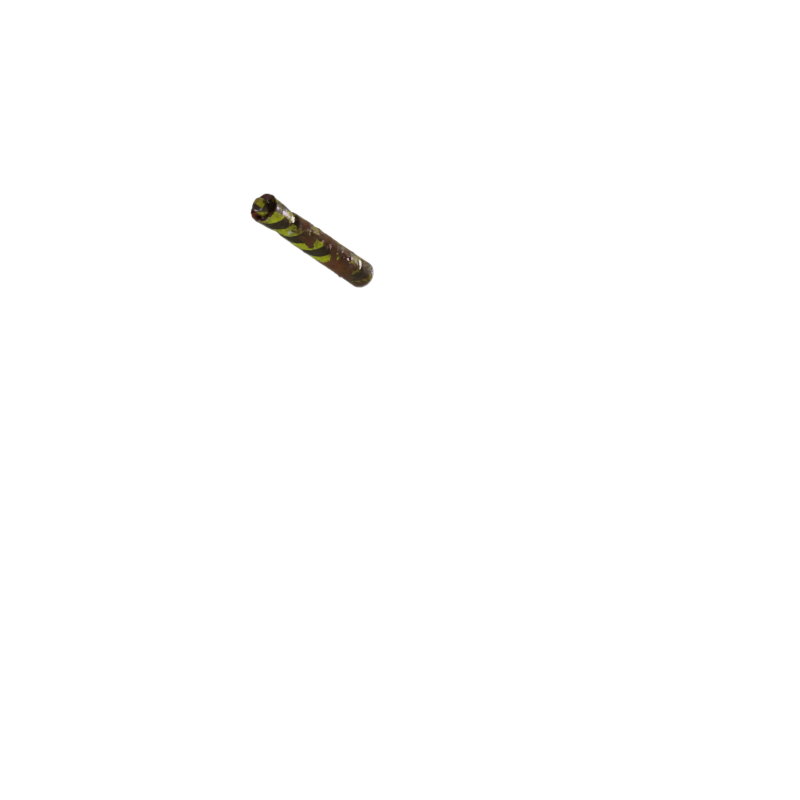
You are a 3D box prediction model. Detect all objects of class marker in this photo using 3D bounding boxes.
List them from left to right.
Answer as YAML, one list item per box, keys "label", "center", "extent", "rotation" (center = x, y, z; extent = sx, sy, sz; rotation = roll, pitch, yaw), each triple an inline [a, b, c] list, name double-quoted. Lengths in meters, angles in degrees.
- label: "marker"
  center: [-0.055, -0.101, 0.705]
  extent: [0.020, 0.020, 0.113]
  rotation: [3, -15, 34]
